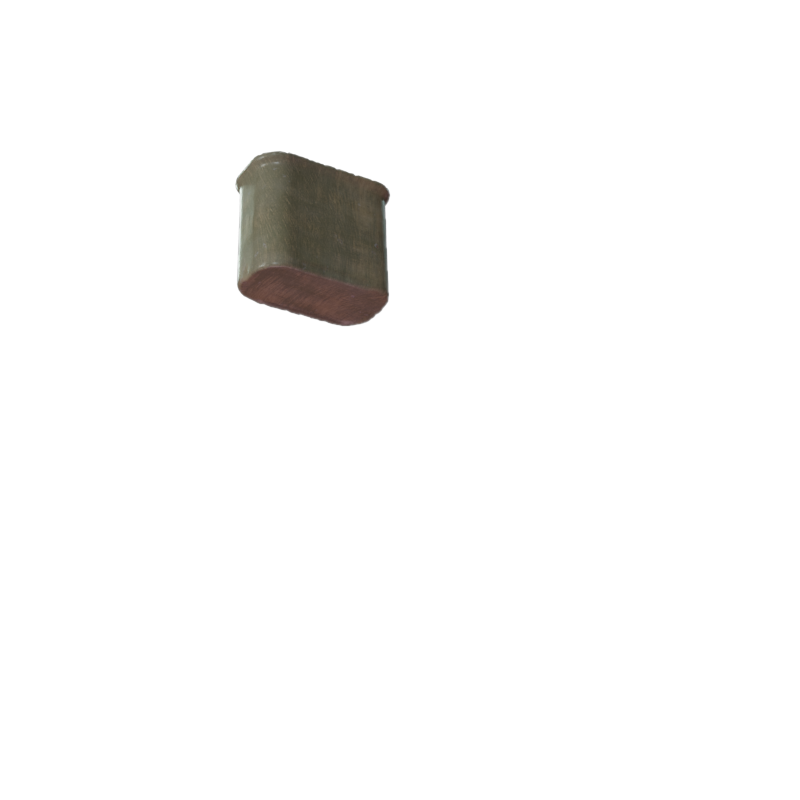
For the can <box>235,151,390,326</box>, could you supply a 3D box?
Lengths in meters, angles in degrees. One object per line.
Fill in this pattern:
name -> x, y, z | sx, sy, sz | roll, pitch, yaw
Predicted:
can -> -0.056, -0.103, 0.718 | 0.097, 0.089, 0.056 | 14, -32, -27
